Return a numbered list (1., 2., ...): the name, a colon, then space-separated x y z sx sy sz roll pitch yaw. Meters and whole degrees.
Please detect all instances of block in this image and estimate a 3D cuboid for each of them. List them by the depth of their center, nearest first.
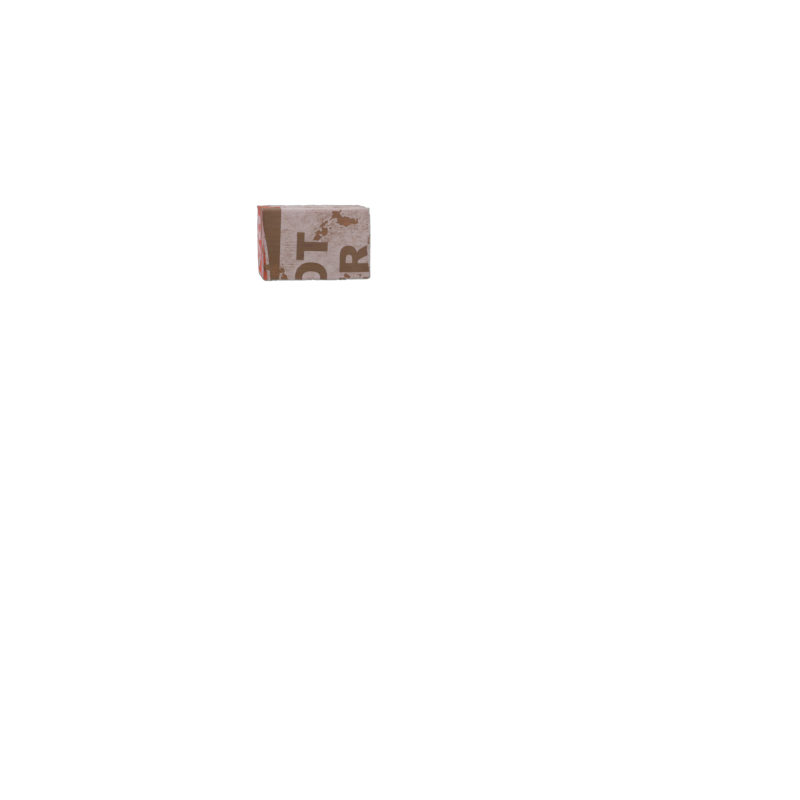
1. block: -0.062 -0.113 0.791 0.077 0.051 0.054 -1 8 -8
